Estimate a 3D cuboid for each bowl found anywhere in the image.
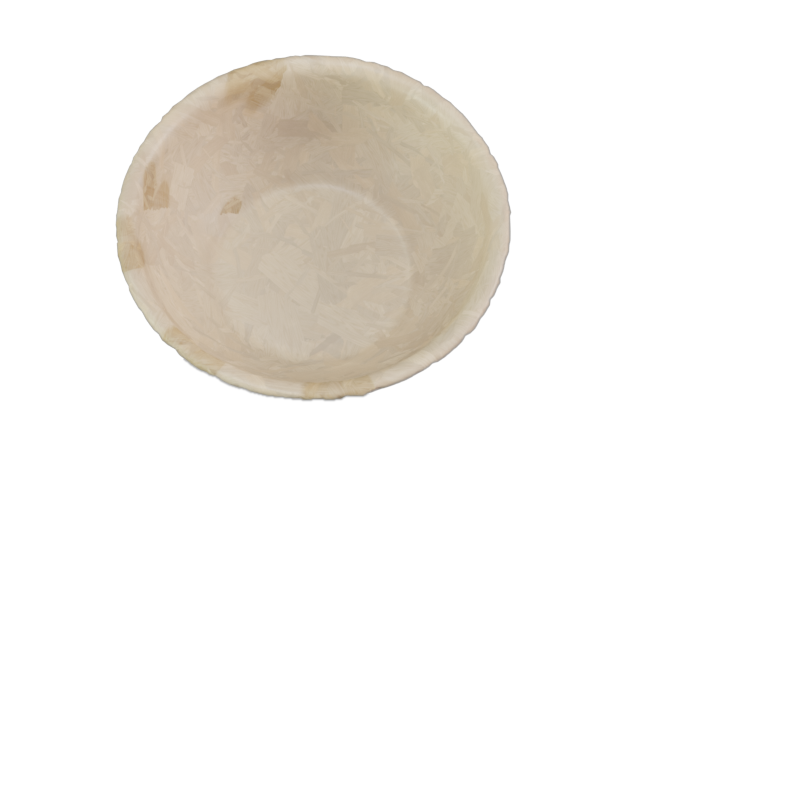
[{"bbox_3d":[-0.037,-0.068,0.475,0.162,0.172,0.052,-1,-26,-1],"label":"bowl"}]
